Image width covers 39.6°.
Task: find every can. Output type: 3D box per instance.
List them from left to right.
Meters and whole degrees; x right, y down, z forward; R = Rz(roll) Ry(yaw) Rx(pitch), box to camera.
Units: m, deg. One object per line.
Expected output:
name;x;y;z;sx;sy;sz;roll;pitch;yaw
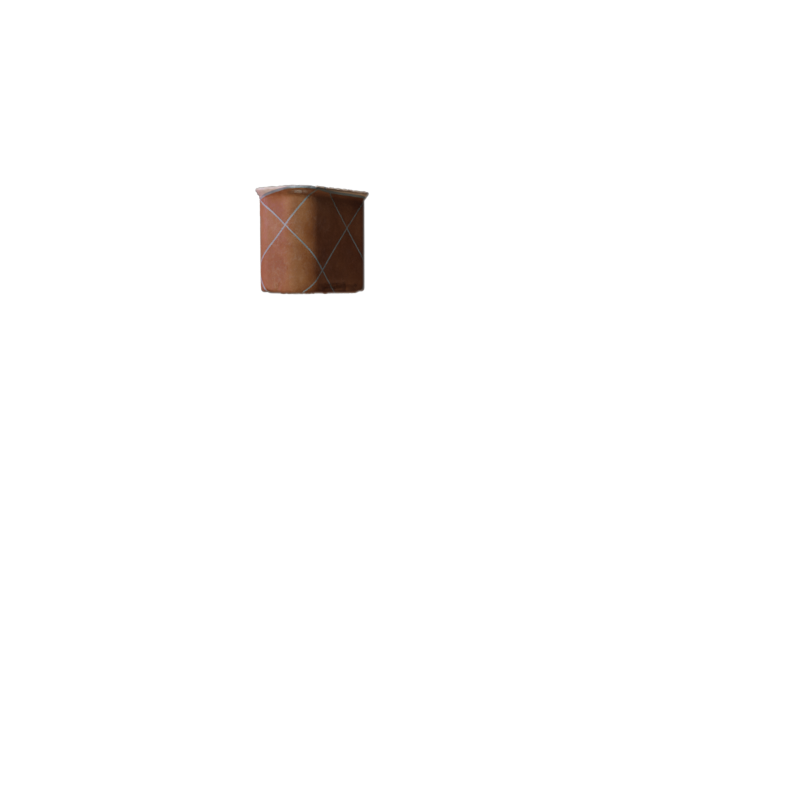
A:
can;-0.070;-0.127;0.891;0.060;0.084;0.098;0;2;33
